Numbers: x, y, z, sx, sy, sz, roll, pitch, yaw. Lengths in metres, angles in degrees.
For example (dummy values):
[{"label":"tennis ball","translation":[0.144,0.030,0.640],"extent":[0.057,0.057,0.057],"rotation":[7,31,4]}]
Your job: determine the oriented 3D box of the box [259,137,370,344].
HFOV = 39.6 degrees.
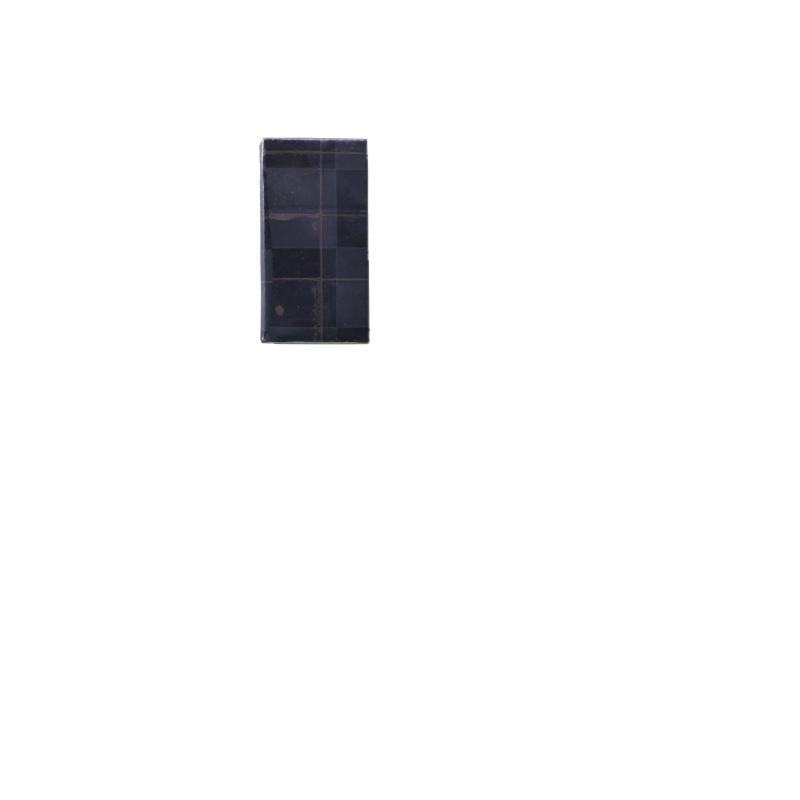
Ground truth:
[{"label":"box","translation":[-0.075,-0.136,0.956],"extent":[0.092,0.178,0.048],"rotation":[0,-4,-8]}]
